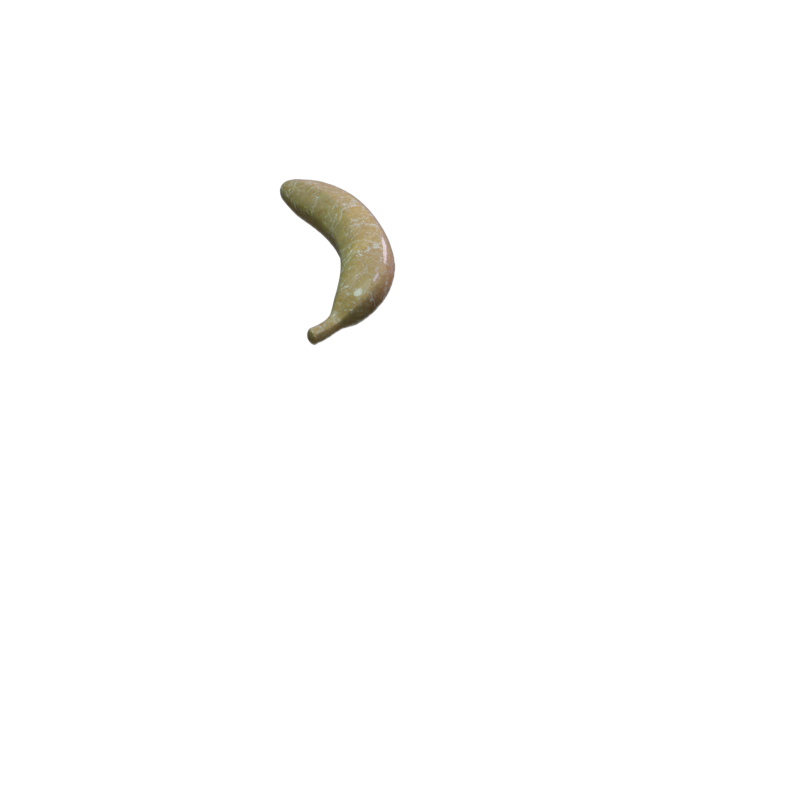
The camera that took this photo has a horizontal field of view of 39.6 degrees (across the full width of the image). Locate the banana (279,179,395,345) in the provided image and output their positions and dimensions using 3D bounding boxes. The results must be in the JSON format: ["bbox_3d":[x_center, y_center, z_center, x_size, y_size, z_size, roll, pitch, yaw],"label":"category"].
[{"bbox_3d":[-0.043,-0.112,0.791,0.069,0.034,0.213,-5,37,-8],"label":"banana"}]
